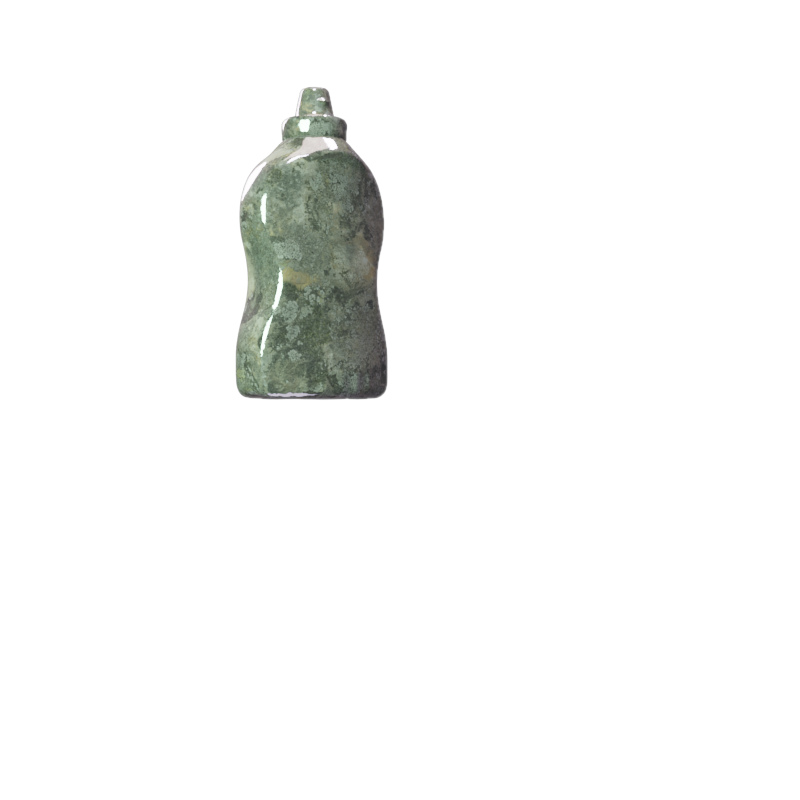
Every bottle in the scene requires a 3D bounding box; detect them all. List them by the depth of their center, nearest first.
[{"bbox_3d":[-0.053,-0.097,0.681,0.092,0.196,0.060,5,-9,-36],"label":"bottle"}]
